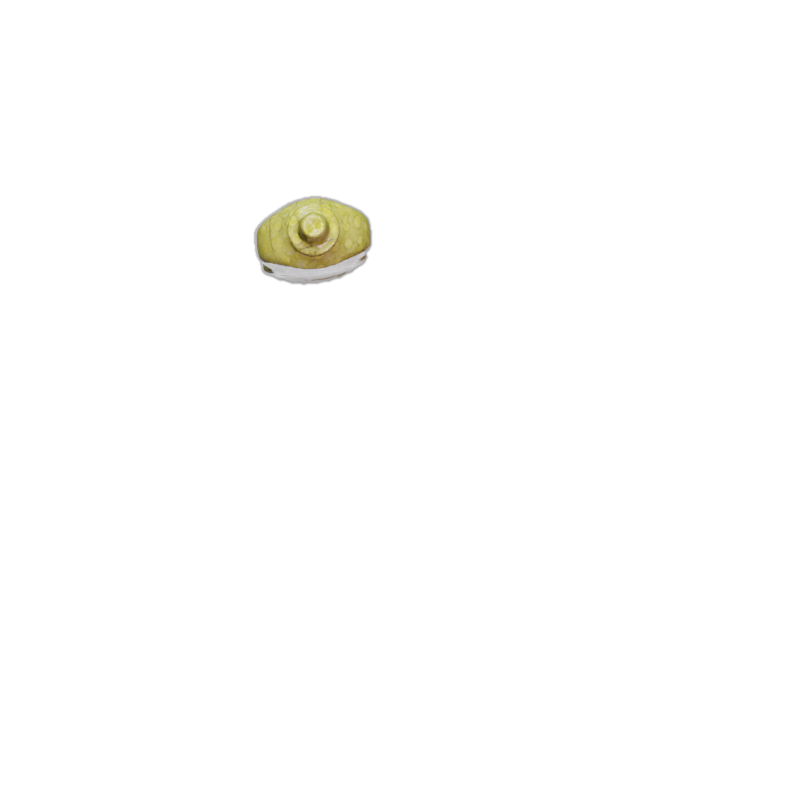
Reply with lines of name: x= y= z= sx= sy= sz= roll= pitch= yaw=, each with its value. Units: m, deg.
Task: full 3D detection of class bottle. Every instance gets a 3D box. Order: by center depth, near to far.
bottle: x=-0.073 y=-0.134 z=0.936 sx=0.096 sy=0.059 sz=0.191 roll=-5 pitch=1 yaw=-4
